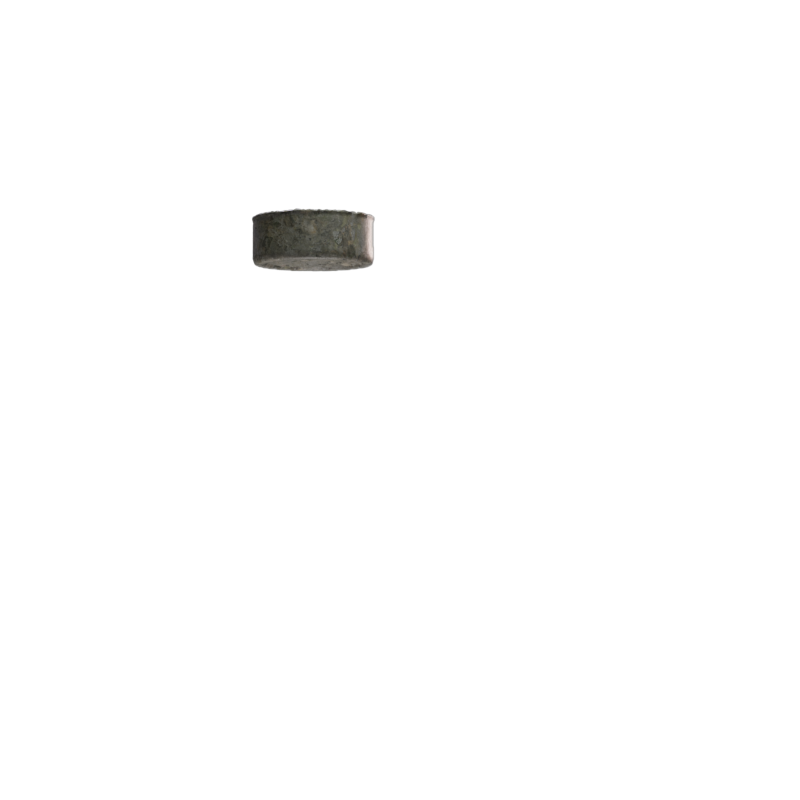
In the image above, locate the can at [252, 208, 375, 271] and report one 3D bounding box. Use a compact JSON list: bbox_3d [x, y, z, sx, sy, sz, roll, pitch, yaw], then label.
[{"bbox_3d":[-0.060,-0.110,0.771,0.086,0.034,0.085,0,-1,-2],"label":"can"}]
